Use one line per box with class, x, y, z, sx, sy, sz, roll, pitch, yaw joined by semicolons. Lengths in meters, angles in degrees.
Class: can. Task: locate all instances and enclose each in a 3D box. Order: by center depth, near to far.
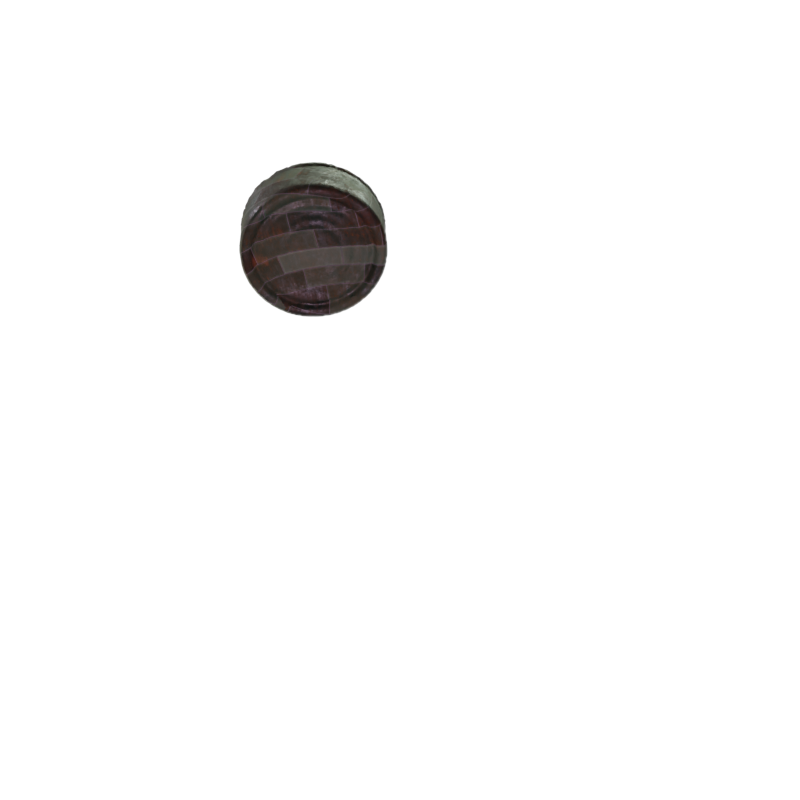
can;-0.050;-0.092;0.641;0.086;0.081;0.036;1;29;-1
